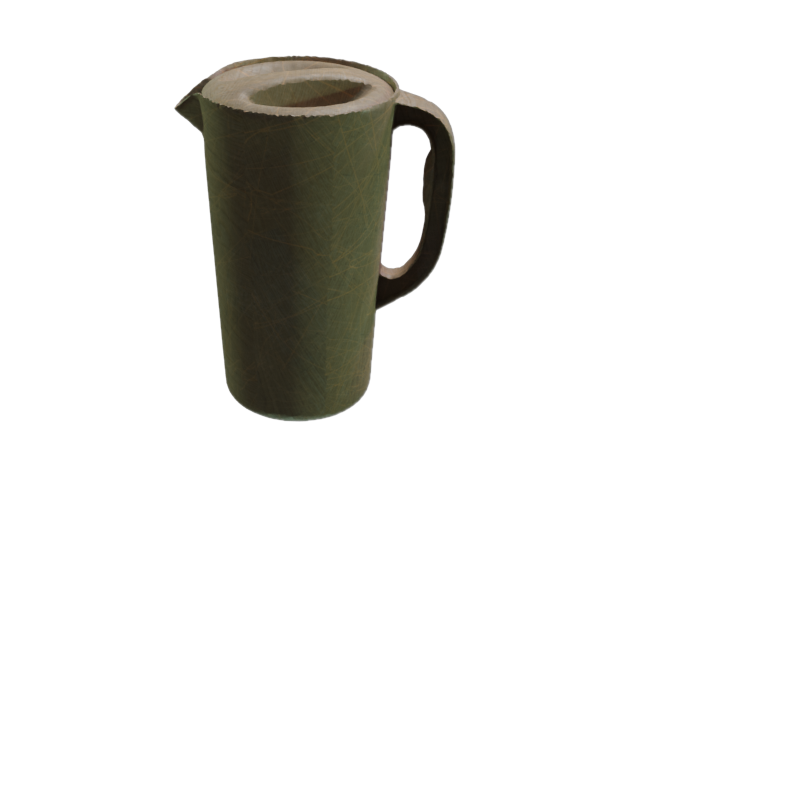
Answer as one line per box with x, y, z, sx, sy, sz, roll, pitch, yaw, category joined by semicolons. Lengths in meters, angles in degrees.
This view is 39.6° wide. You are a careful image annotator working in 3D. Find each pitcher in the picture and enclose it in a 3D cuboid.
-0.061;-0.111;0.776;0.143;0.229;0.160;-21;36;-36;pitcher
